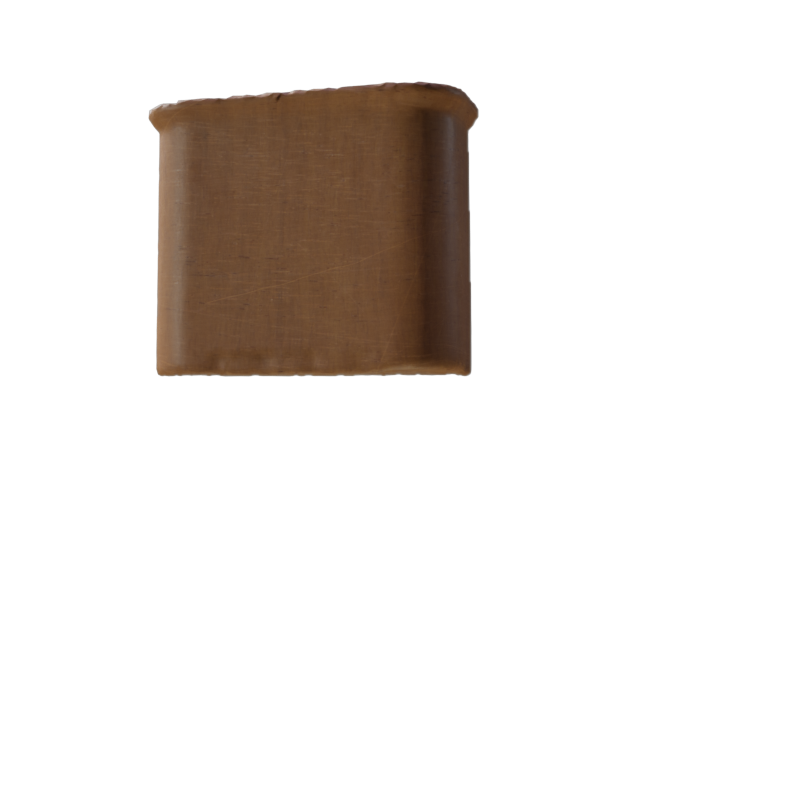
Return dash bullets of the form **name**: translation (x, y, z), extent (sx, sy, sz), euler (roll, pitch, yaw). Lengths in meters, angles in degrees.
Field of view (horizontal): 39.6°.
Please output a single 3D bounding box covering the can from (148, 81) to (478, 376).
- **can**: translation (-0.027, -0.050, 0.347), extent (0.104, 0.085, 0.056), euler (-1, -4, 17)
